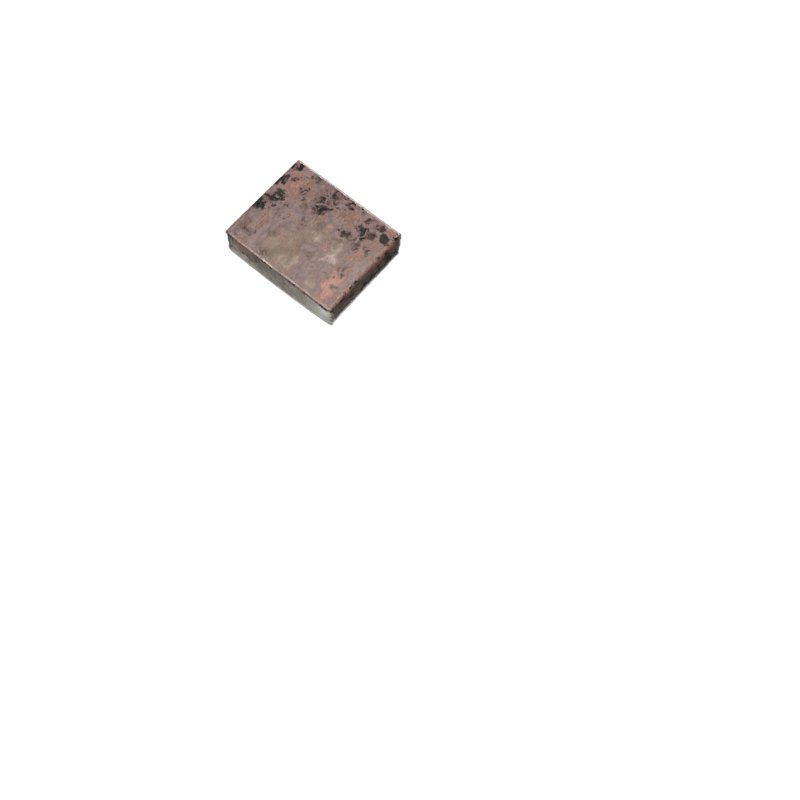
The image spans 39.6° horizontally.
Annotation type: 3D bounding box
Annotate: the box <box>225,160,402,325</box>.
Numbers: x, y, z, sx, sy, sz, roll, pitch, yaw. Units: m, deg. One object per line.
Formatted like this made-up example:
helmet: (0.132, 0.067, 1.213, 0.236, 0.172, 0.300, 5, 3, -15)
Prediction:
box: (-0.070, -0.128, 0.894, 0.118, 0.091, 0.037, 38, -19, 15)
